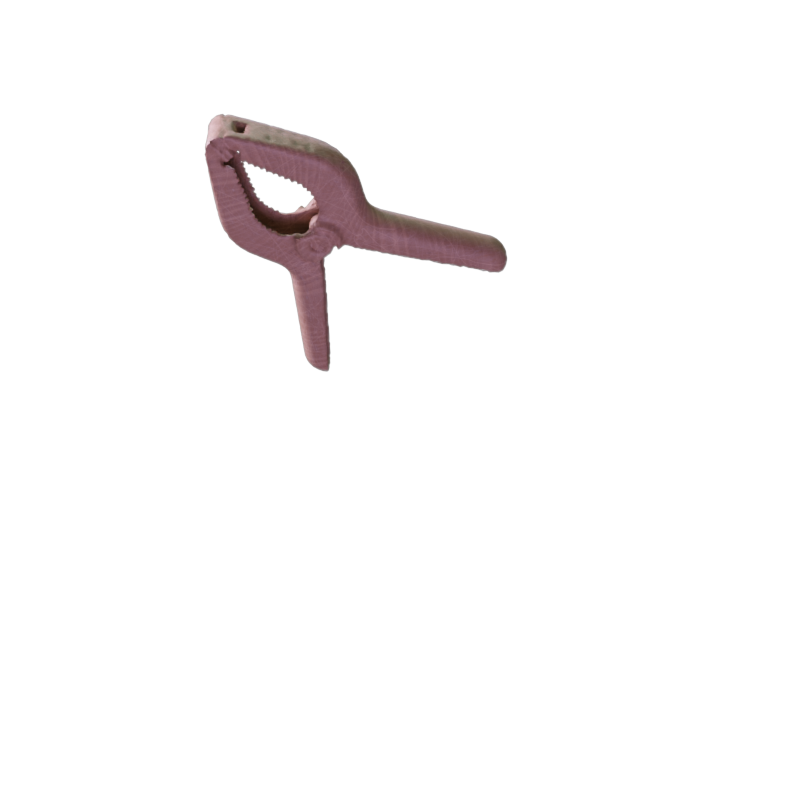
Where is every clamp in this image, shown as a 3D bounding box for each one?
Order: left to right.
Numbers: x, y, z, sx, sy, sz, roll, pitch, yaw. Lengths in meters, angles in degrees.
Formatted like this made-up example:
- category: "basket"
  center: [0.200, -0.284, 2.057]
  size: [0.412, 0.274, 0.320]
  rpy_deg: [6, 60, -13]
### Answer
- category: "clamp"
  center: [-0.057, -0.104, 0.726]
  size: [0.198, 0.039, 0.162]
  rpy_deg: [35, -57, -28]
